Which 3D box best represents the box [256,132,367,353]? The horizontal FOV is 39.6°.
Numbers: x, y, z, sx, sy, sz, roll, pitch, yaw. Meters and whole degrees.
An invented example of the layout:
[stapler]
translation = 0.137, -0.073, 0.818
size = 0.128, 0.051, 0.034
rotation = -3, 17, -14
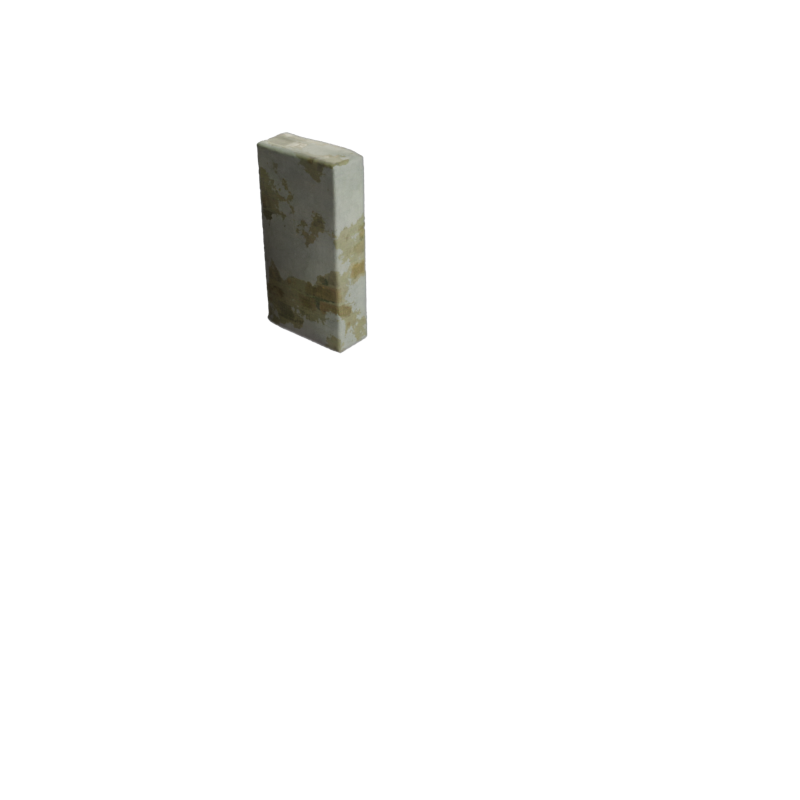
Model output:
[box]
translation = -0.075, -0.138, 0.968
size = 0.099, 0.167, 0.048
rotation = 23, 32, 36
